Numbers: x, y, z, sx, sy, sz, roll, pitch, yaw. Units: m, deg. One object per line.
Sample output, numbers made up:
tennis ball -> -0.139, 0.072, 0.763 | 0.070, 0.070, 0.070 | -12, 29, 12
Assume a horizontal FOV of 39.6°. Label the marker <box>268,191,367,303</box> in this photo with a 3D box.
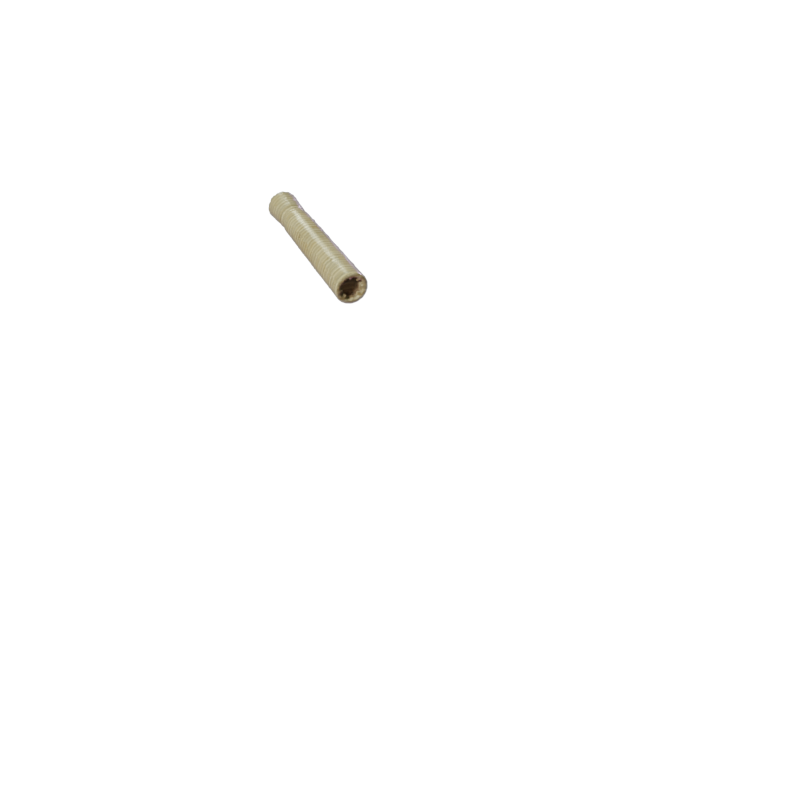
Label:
marker -> -0.051, -0.092, 0.645 | 0.019, 0.019, 0.130 | -2, 31, -25
